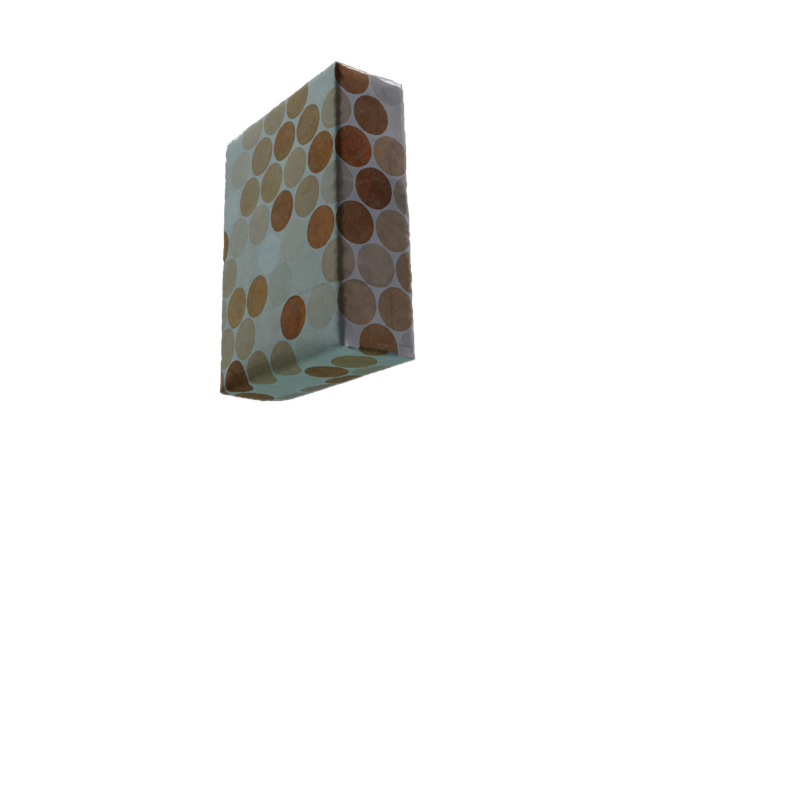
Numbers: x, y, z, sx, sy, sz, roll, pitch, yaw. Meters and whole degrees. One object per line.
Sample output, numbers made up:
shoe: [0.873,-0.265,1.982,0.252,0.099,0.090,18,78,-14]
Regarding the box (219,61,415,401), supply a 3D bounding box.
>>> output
box: [-0.065,-0.119,0.830,0.068,0.224,0.165,13,-23,-35]
